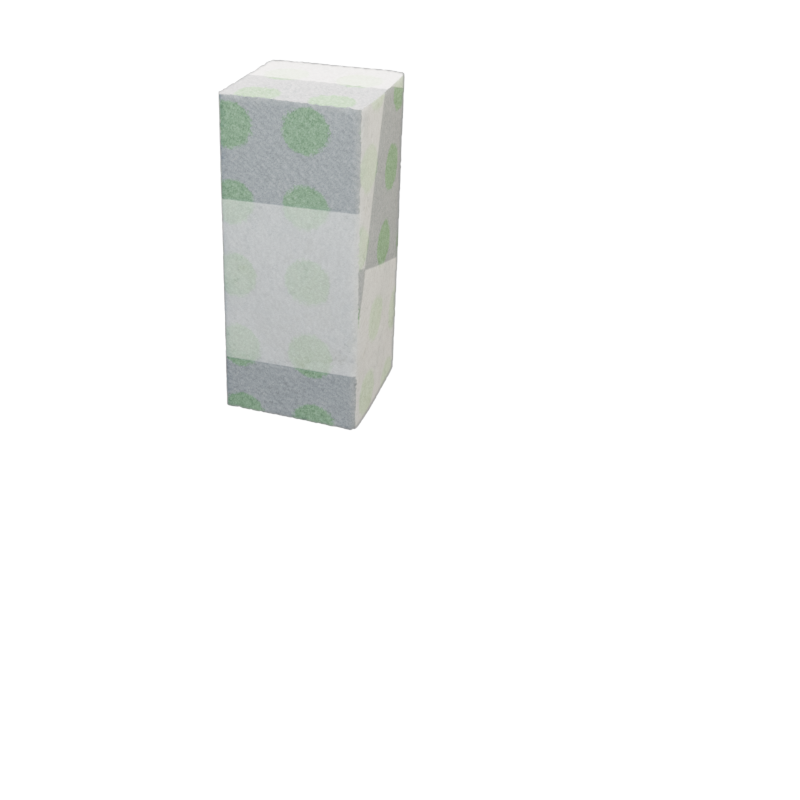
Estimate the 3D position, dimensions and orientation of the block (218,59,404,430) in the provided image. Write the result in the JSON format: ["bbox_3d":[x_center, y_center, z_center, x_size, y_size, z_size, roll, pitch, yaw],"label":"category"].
[{"bbox_3d":[-0.054,-0.100,0.696,0.093,0.196,0.092,9,26,16],"label":"block"}]
